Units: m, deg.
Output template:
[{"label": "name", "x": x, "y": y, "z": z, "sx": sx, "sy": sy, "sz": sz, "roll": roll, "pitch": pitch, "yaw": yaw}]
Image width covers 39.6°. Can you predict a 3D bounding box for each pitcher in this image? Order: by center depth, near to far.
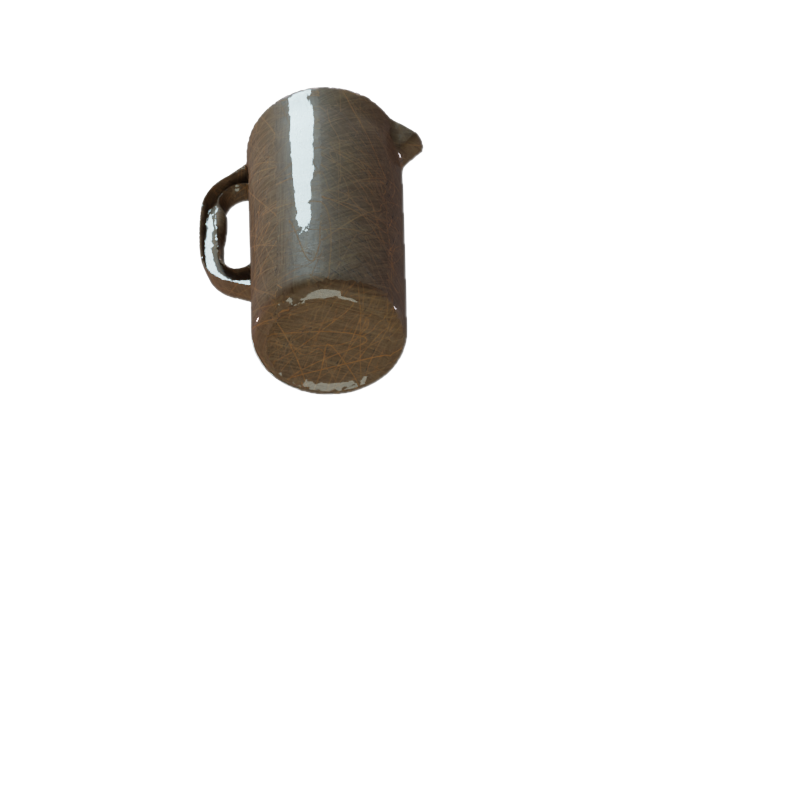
[{"label": "pitcher", "x": -0.067, "y": -0.122, "z": 0.853, "sx": 0.139, "sy": 0.261, "sz": 0.145, "roll": 22, "pitch": -53, "yaw": -22}]
